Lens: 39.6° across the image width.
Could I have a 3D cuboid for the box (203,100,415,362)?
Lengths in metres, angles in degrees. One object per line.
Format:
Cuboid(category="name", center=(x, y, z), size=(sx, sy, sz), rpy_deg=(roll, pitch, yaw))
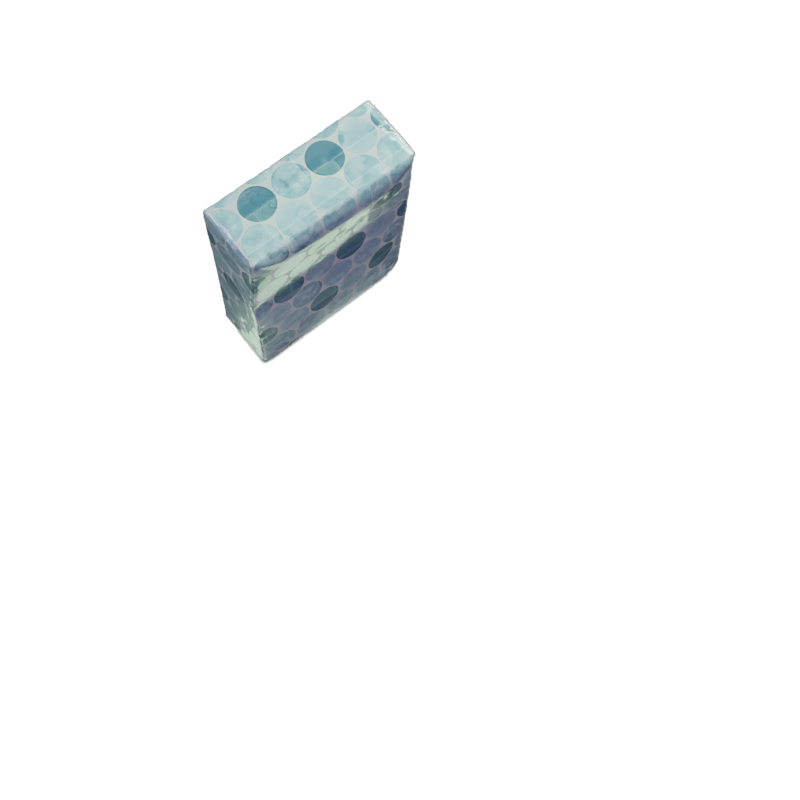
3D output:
Cuboid(category="box", center=(-0.074, -0.134, 0.940), size=(0.165, 0.075, 0.204), rpy_deg=(-38, -12, -15))
